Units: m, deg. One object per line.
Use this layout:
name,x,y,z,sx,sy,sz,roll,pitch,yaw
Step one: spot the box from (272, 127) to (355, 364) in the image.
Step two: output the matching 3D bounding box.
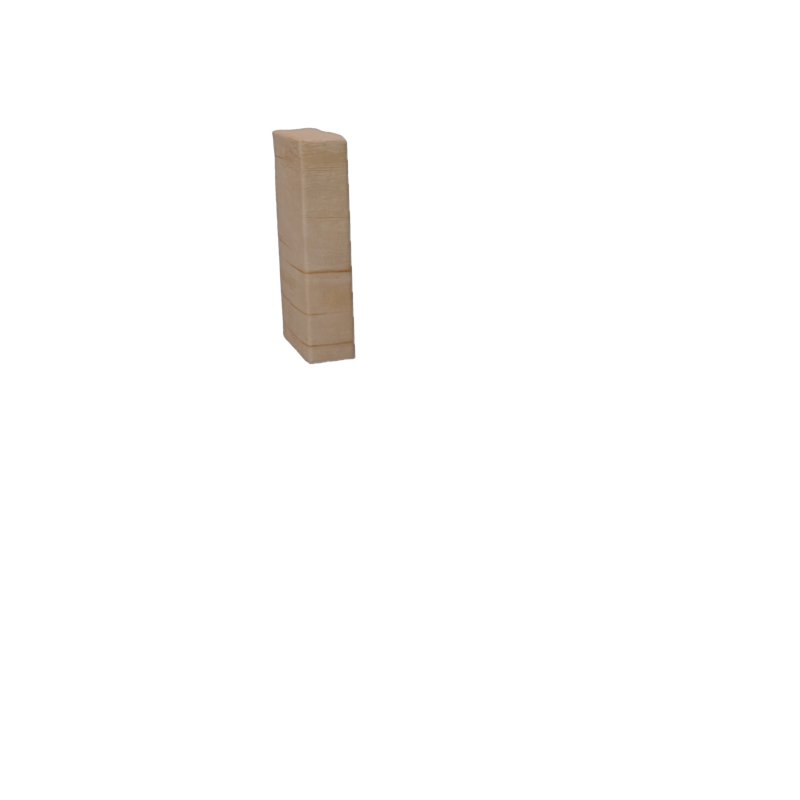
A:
box,-0.069,-0.127,0.892,0.047,0.171,0.098,-3,14,-18
